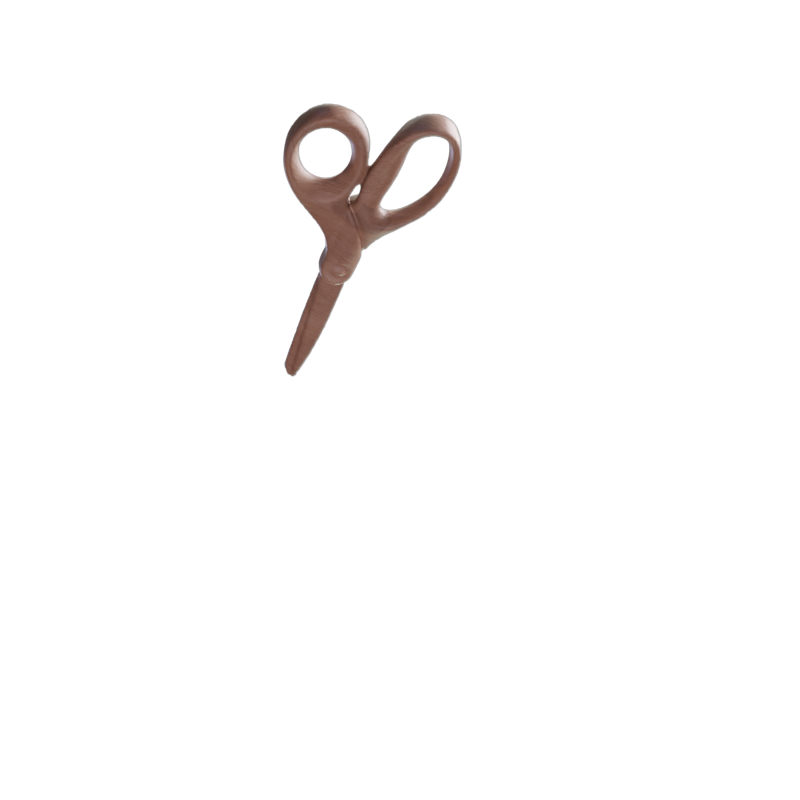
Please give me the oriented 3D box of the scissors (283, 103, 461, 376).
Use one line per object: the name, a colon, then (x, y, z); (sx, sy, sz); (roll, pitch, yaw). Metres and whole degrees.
scissors: (-0.046, -0.084, 0.589); (0.092, 0.017, 0.197); (25, -48, -25)
